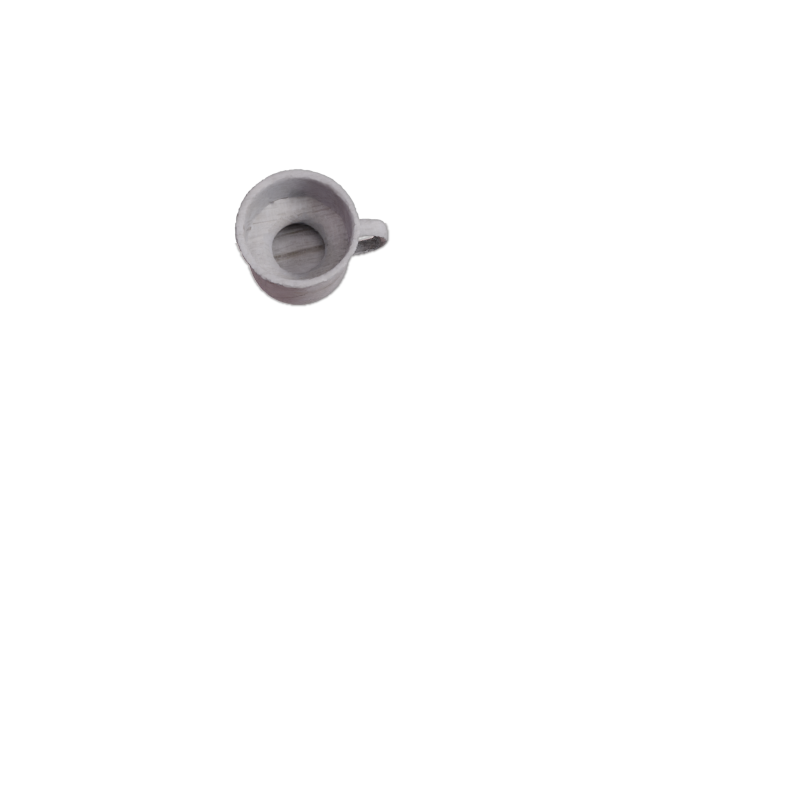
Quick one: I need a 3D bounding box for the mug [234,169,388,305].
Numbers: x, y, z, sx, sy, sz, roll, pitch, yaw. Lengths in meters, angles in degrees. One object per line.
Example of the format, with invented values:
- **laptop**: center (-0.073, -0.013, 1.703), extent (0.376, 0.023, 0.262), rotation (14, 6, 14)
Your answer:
- **mug**: center (-0.067, -0.123, 0.862), extent (0.117, 0.097, 0.079), rotation (-8, -14, -4)
